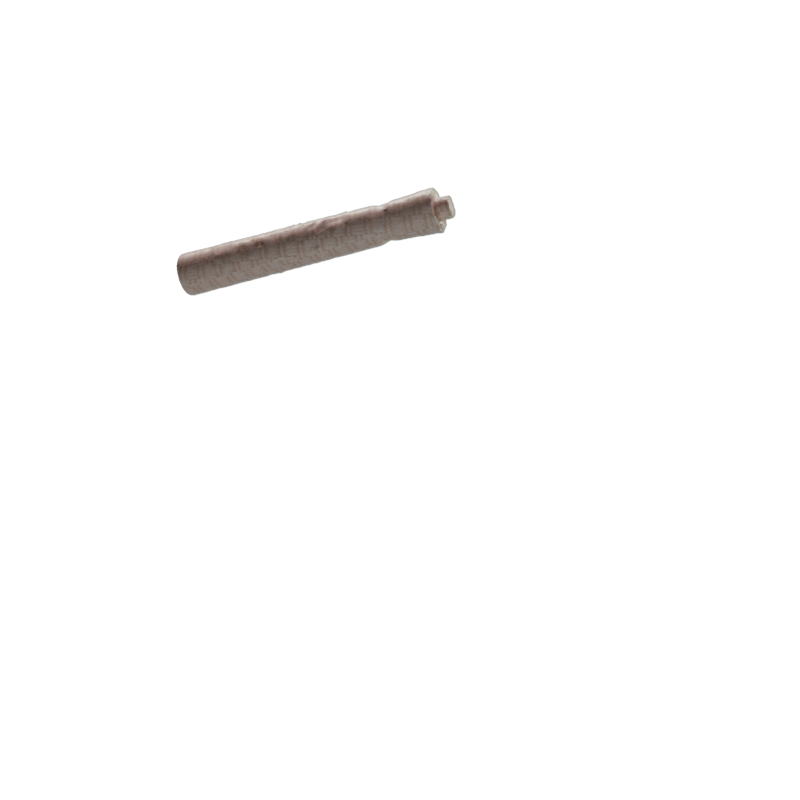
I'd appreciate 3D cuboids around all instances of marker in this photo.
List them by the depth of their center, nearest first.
[{"bbox_3d":[-0.036,-0.066,0.460,0.123,0.020,0.019,-12,0,20],"label":"marker"}]
